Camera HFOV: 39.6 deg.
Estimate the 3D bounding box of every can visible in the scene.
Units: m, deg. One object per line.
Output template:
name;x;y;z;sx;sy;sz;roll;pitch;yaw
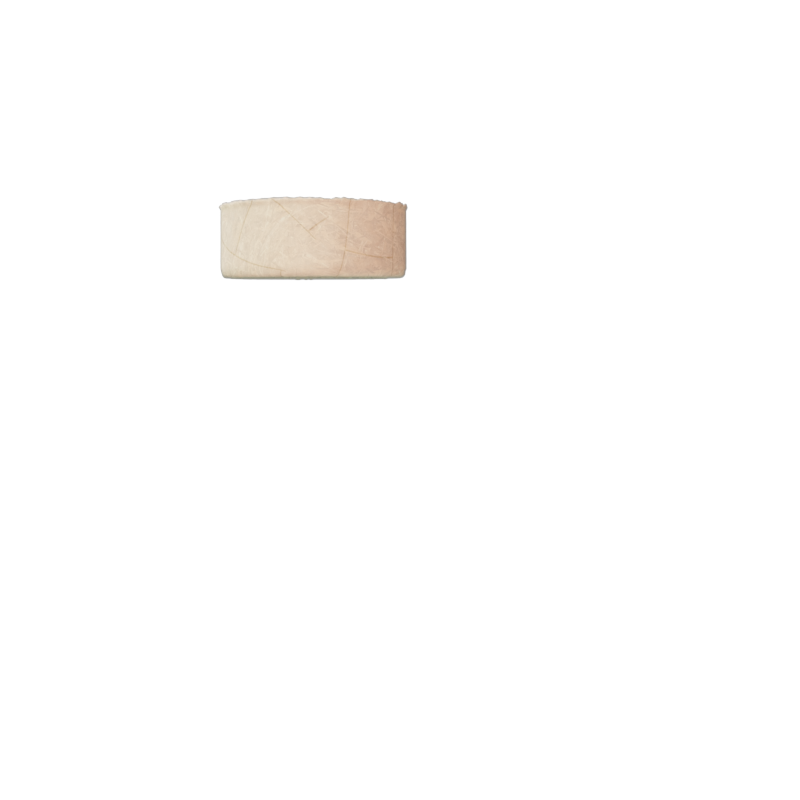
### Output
can;-0.039;-0.072;0.504;0.086;0.034;0.086;0;4;-2
